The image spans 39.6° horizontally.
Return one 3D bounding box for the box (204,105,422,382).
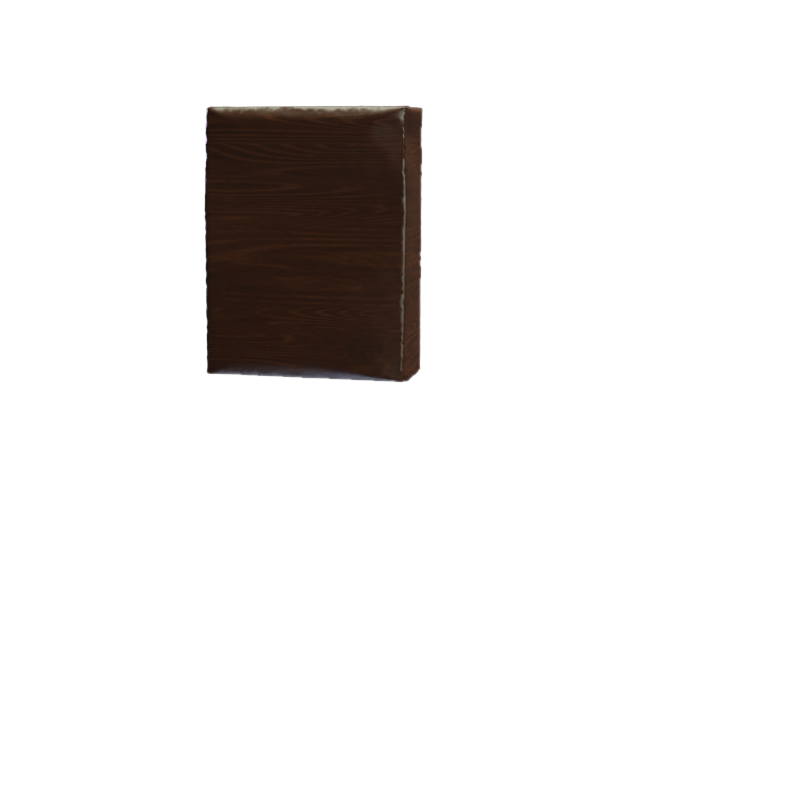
[{"bbox_3d":[-0.069,-0.125,0.877,0.167,0.211,0.071,3,6,15],"label":"box"}]
